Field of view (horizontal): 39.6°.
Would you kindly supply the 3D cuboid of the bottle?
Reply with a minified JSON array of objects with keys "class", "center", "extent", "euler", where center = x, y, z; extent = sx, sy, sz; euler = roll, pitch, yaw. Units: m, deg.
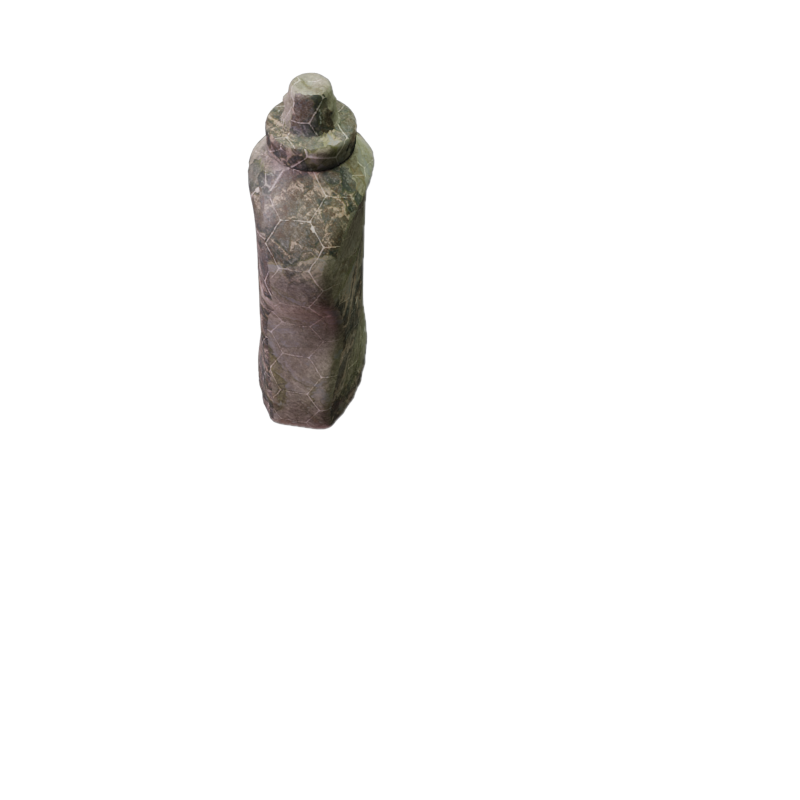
[{"class":"bottle","center":[-0.043,-0.078,0.544],"extent":[0.059,0.102,0.179],"euler":[8,-41,3]}]
